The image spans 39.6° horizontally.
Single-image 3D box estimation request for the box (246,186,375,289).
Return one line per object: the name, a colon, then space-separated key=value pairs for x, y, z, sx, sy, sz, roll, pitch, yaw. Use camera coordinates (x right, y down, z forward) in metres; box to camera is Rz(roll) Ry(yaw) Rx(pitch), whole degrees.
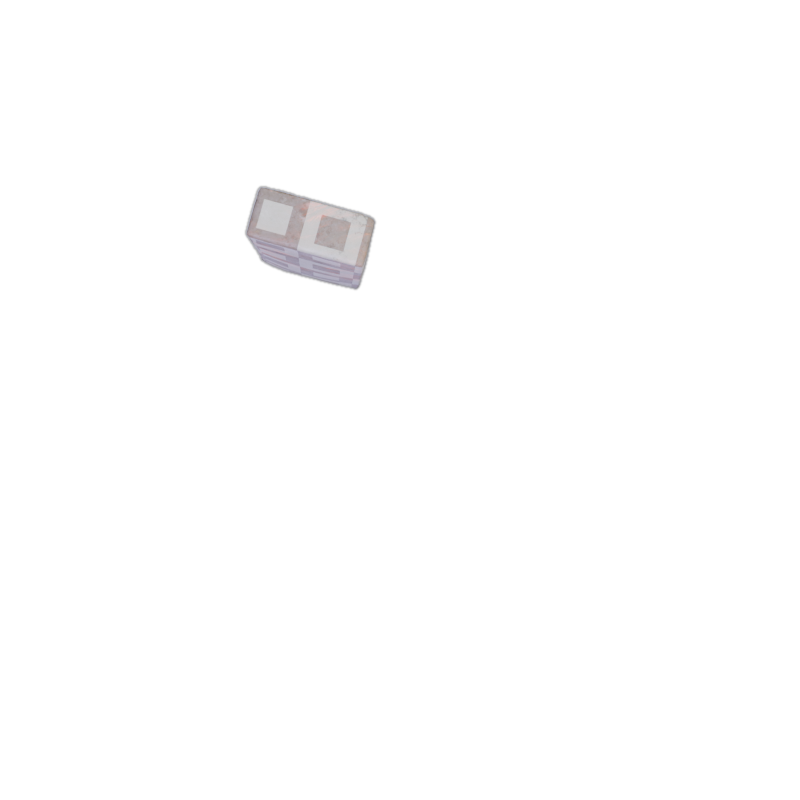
box: x=-0.071 y=-0.130 z=0.907 sx=0.093 sy=0.049 sz=0.174 roll=16 pitch=-3 yaw=-2
